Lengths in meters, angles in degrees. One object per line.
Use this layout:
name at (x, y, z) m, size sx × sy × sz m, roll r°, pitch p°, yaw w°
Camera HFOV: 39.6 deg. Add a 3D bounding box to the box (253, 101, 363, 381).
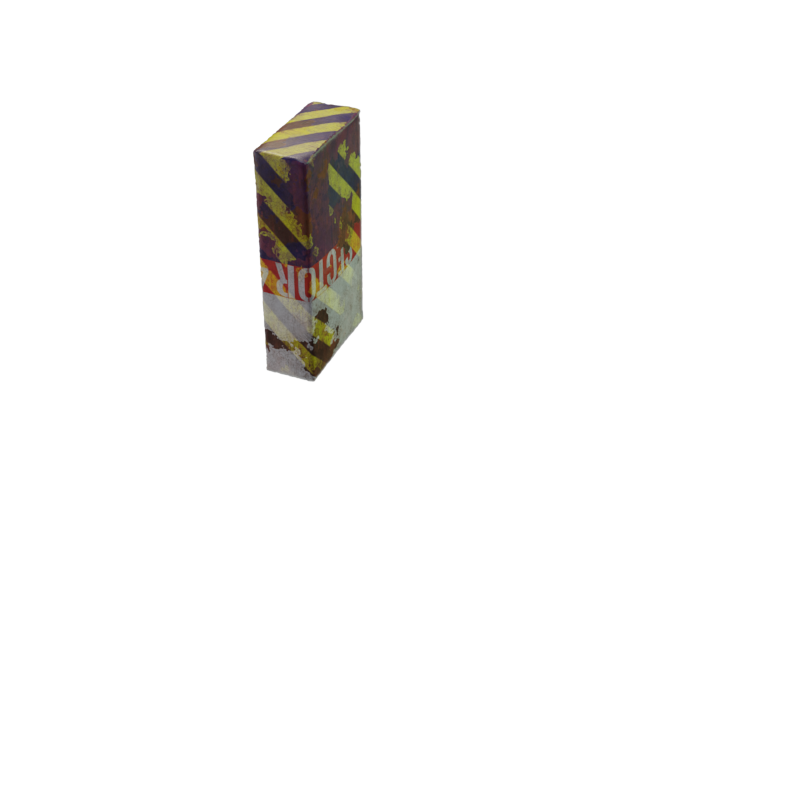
box at (-0.061, -0.112, 0.786) m, size 0.050 × 0.165 × 0.096 m, roll 14°, pitch 36°, yaw 17°
